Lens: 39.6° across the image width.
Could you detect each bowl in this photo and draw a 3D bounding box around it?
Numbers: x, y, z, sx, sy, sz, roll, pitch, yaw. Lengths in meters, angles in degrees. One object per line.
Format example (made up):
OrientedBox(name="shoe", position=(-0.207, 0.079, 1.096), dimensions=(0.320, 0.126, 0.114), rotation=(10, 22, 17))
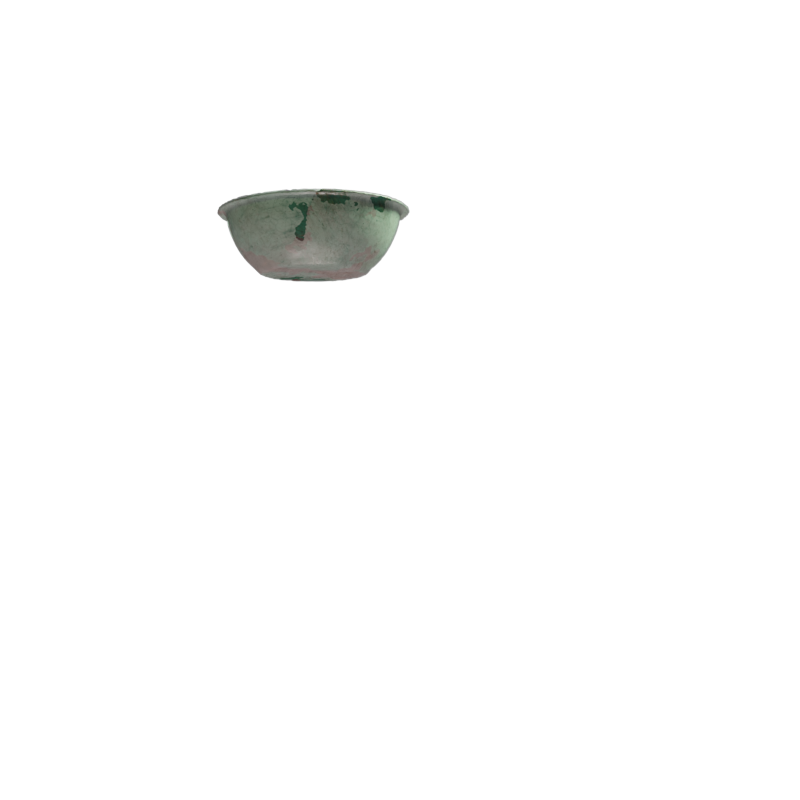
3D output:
OrientedBox(name="bowl", position=(-0.073, -0.133, 0.932), dimensions=(0.162, 0.056, 0.160), rotation=(0, -3, -2))
